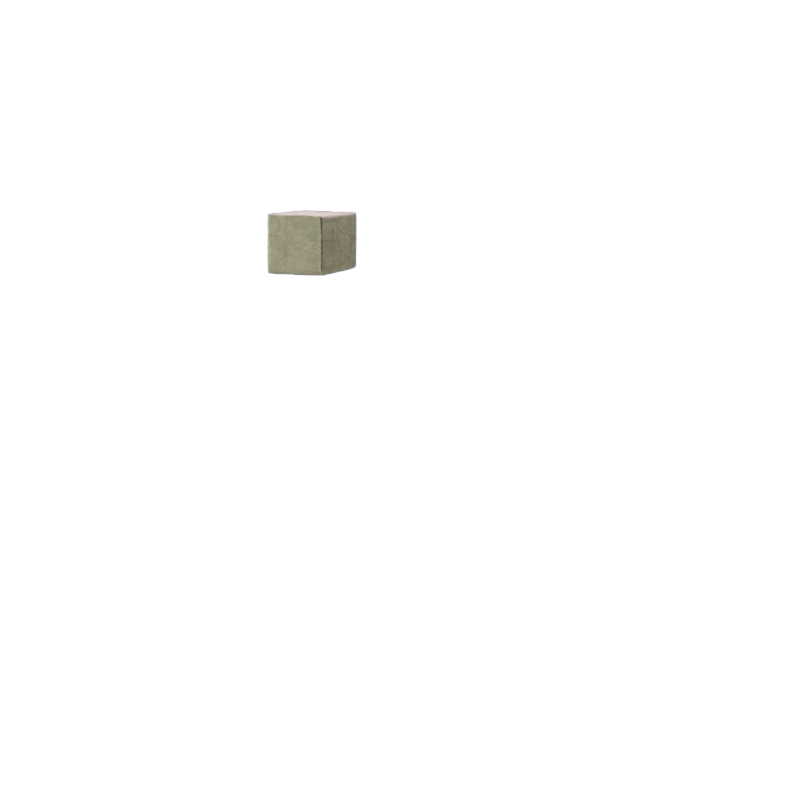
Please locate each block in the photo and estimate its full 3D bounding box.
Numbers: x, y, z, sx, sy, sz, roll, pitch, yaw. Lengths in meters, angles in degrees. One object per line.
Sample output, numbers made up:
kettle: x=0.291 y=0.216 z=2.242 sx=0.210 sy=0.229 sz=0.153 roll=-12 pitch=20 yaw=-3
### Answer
block: x=-0.075 y=-0.137 z=0.961 sx=0.054 sy=0.050 sz=0.077 roll=3 pitch=10 yaw=21
